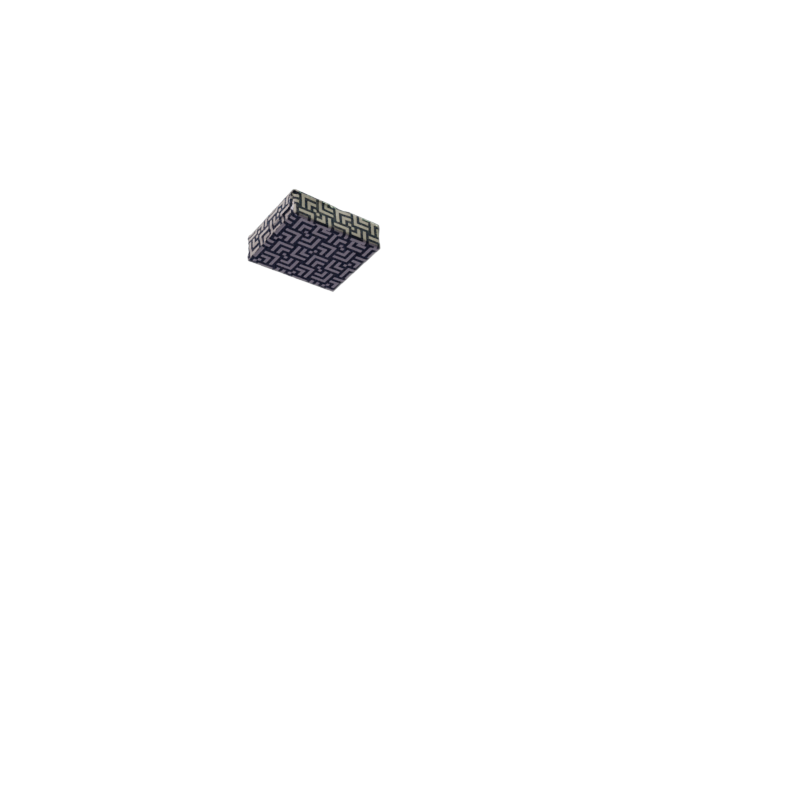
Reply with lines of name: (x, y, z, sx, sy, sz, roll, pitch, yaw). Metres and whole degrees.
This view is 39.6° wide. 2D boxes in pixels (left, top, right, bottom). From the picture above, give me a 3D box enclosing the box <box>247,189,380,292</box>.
box: (-0.073, -0.133, 0.930, 0.085, 0.032, 0.072, 20, -40, -27)
